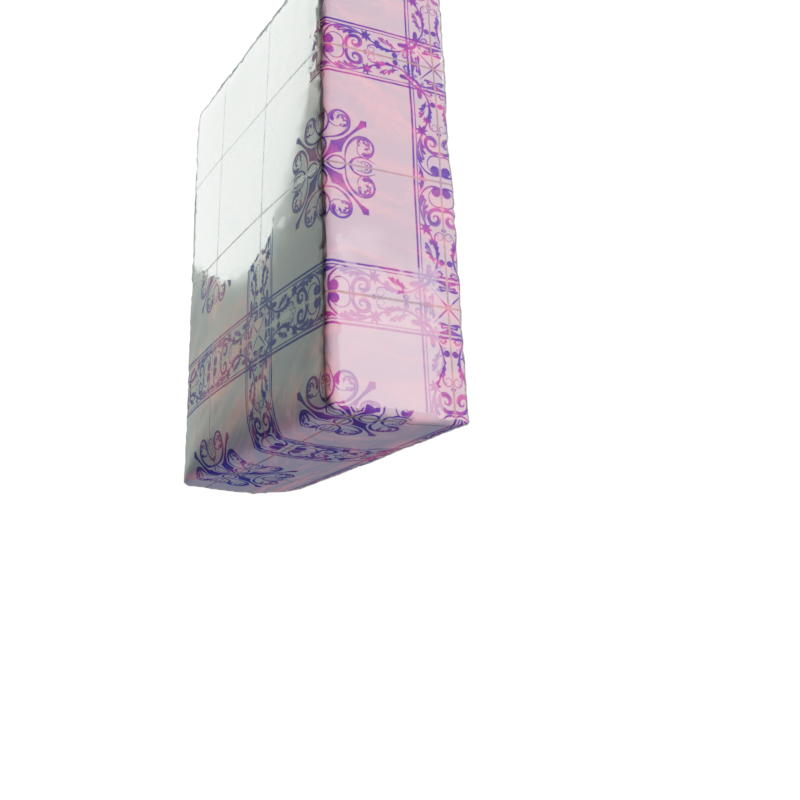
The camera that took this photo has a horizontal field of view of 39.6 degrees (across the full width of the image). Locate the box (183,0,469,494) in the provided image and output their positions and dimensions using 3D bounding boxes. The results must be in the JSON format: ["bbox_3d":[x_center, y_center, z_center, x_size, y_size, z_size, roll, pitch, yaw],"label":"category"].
[{"bbox_3d":[-0.042,-0.076,0.531,0.069,0.225,0.163,11,-24,-28],"label":"box"}]
